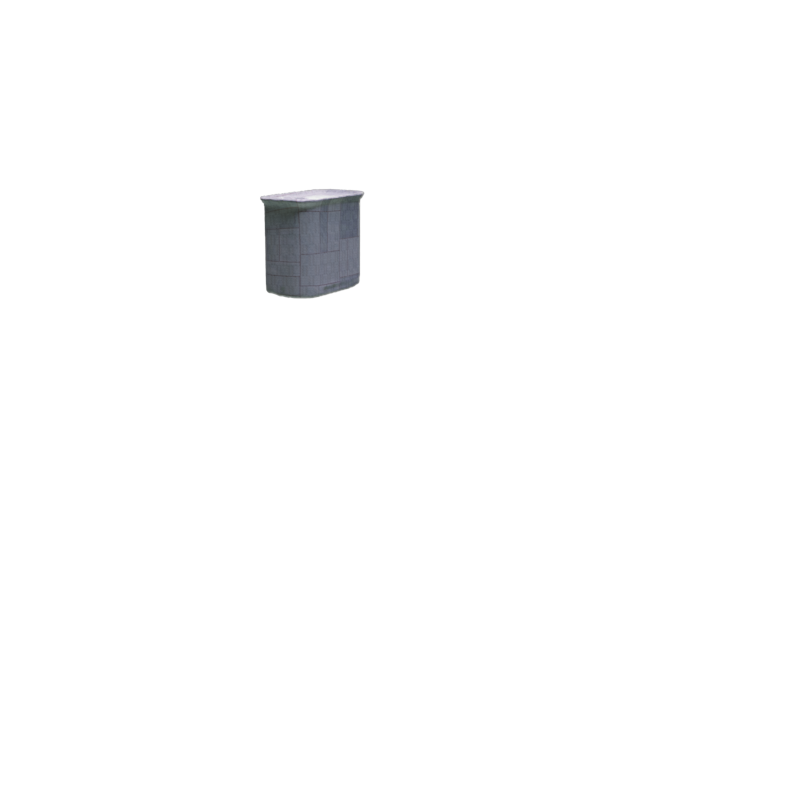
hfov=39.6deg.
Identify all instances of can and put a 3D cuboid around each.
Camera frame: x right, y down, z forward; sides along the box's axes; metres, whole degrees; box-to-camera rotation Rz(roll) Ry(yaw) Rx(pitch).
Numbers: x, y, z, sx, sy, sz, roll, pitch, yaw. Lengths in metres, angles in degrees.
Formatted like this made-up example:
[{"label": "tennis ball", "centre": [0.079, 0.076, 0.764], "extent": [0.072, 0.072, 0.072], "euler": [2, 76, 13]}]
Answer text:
[{"label": "can", "centre": [-0.075, -0.137, 0.958], "extent": [0.060, 0.082, 0.100], "euler": [6, 13, 30]}]
